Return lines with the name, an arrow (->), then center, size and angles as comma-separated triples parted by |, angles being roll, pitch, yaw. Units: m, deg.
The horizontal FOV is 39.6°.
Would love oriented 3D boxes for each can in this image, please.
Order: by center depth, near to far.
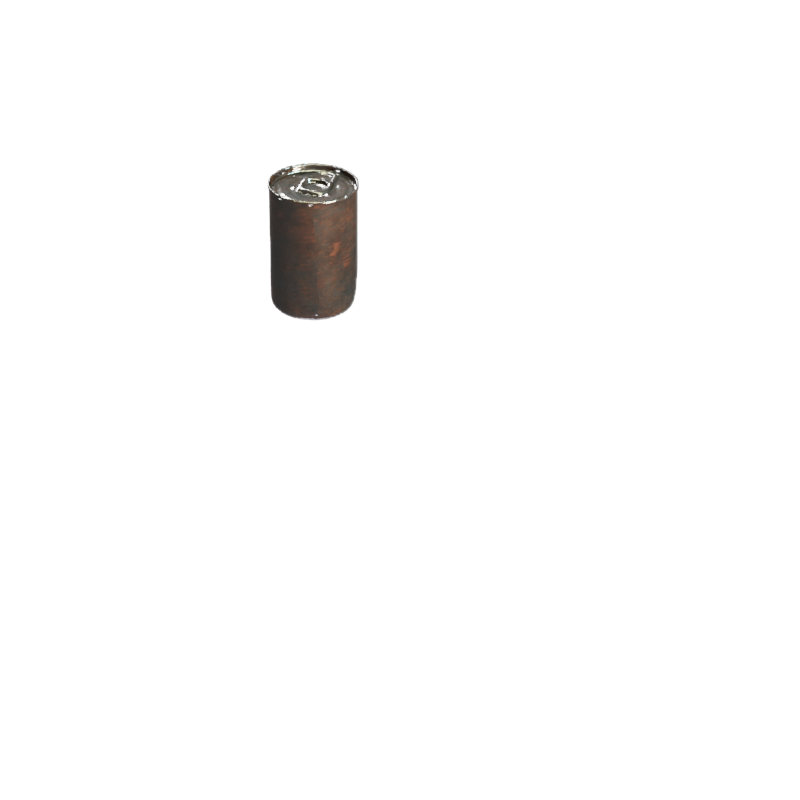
can -> -0.066, -0.121, 0.849 | 0.068, 0.096, 0.073 | 0, 32, -3
